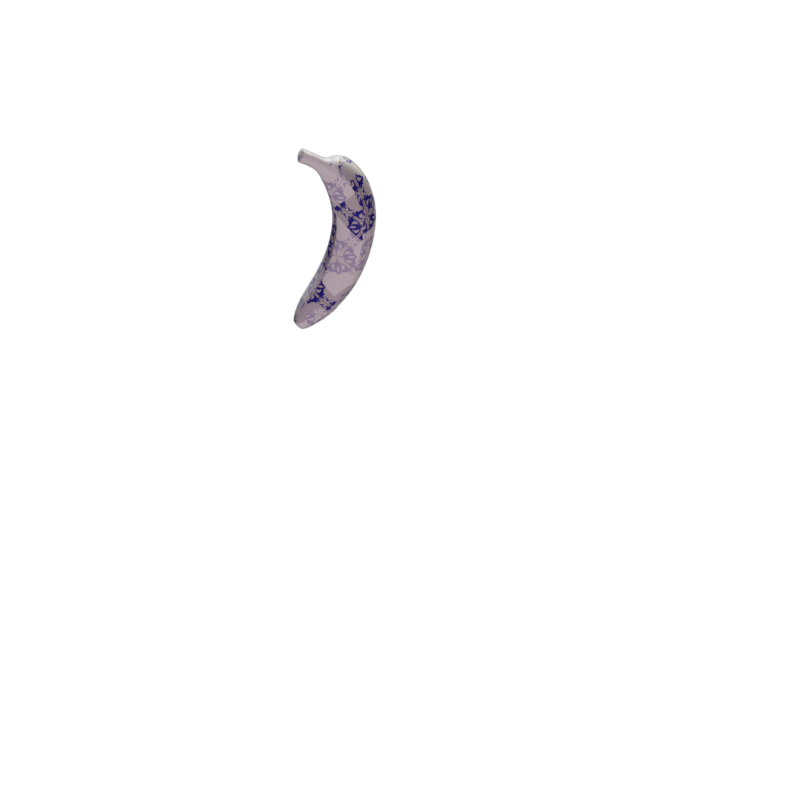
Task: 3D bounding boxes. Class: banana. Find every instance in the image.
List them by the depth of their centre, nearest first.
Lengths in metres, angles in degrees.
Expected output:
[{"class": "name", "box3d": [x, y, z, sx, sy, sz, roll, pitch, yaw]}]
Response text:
[{"class": "banana", "box3d": [-0.057, -0.140, 0.965, 0.069, 0.185, 0.039, 2, 41, -3]}]
